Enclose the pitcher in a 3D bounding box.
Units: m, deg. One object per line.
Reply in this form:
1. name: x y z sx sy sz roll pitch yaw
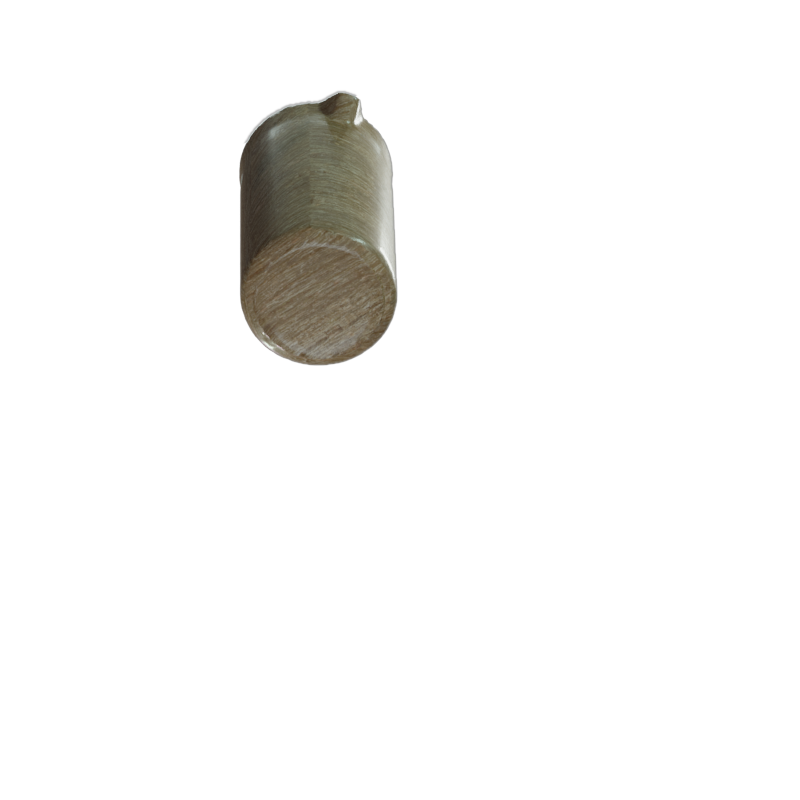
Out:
1. pitcher: -0.067 -0.123 0.860 0.145 0.140 0.258 -21 29 9
